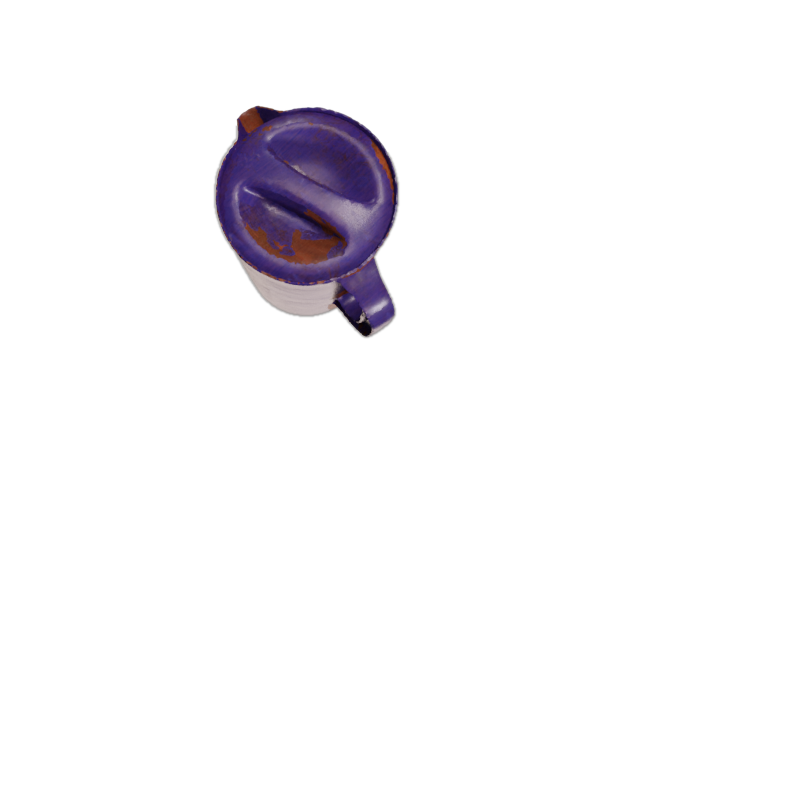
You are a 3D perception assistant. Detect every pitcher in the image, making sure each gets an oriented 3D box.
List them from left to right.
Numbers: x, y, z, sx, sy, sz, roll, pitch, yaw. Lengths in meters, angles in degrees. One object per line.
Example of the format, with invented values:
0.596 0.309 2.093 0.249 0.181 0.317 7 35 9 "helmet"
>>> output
-0.071 -0.130 0.908 0.145 0.153 0.238 10 -8 -2 "pitcher"
